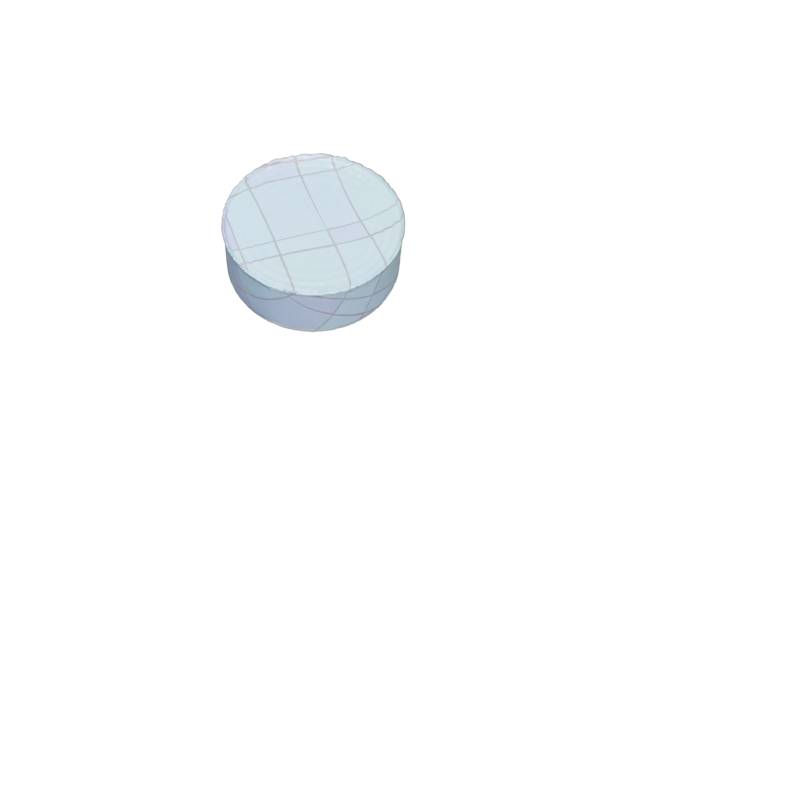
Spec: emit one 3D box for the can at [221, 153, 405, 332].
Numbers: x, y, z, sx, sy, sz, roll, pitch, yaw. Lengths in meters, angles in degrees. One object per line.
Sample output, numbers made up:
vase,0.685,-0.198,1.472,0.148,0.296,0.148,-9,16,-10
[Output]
can,-0.041,-0.075,0.529,0.086,0.092,0.031,-1,-36,-1
